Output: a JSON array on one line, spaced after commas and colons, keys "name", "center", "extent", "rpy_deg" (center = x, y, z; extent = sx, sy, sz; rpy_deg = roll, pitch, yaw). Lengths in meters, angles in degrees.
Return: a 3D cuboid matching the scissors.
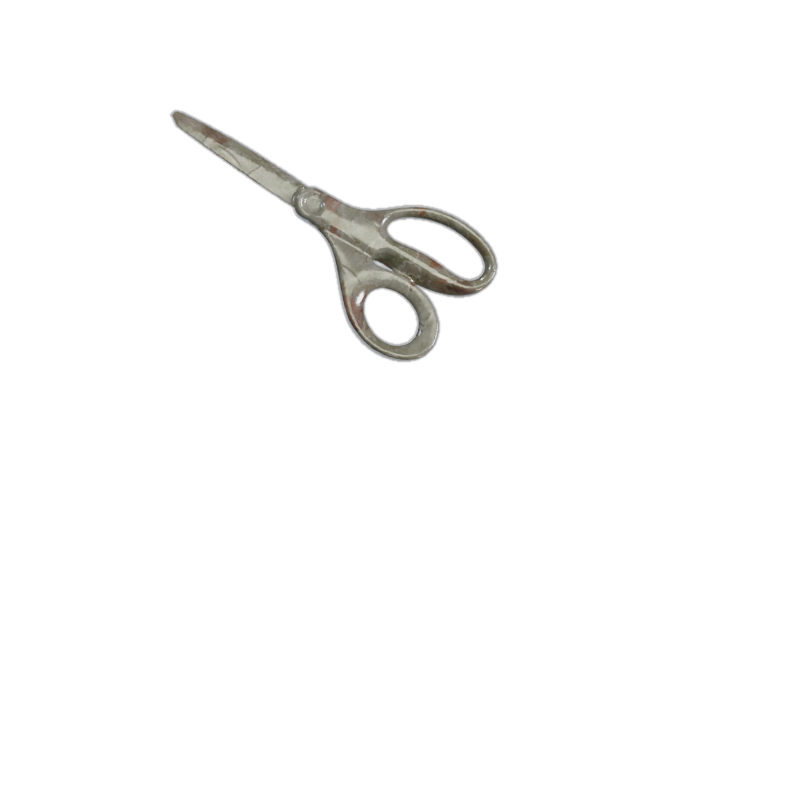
[{"name": "scissors", "center": [-0.048, -0.088, 0.616], "extent": [0.203, 0.098, 0.015], "rpy_deg": [19, -13, 4]}]
